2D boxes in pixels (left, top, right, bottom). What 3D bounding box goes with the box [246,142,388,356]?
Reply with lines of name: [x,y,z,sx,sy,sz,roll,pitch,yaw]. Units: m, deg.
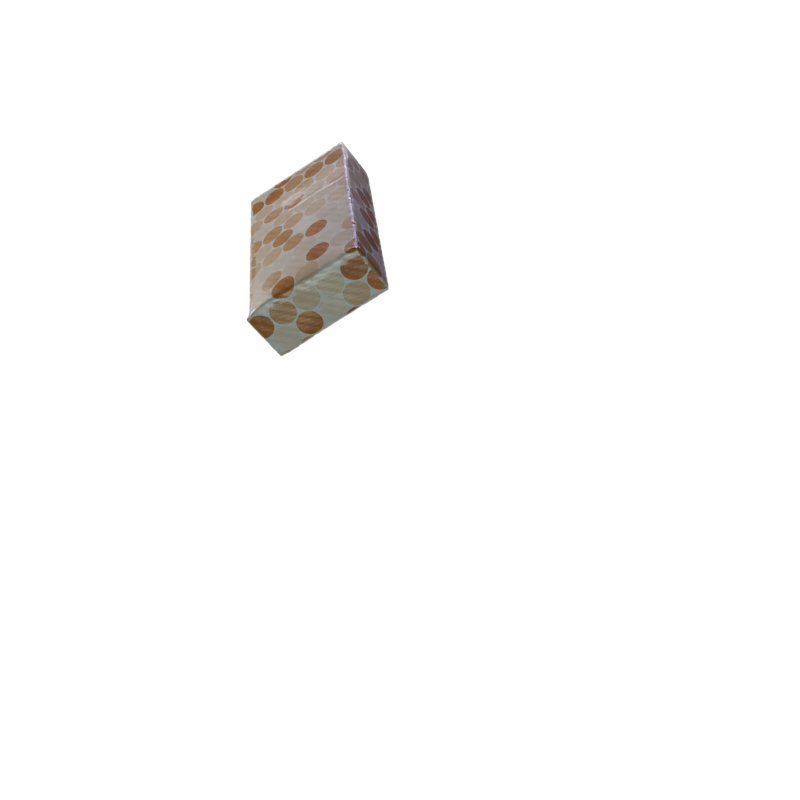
box: [-0.063,-0.115,0.809,0.093,0.045,0.188,-31,30,15]
